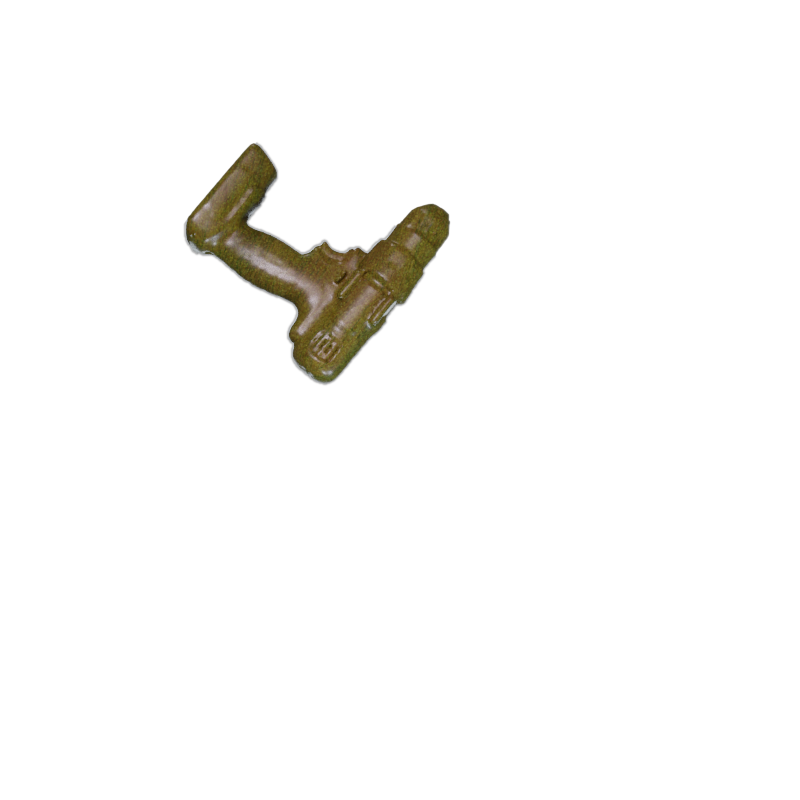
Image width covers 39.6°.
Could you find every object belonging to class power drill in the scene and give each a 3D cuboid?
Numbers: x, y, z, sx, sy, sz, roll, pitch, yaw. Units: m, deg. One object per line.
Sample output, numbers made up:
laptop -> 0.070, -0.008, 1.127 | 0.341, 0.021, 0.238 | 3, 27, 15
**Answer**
power drill -> -0.074, -0.135, 0.948 | 0.193, 0.187, 0.055 | 37, -14, 10
